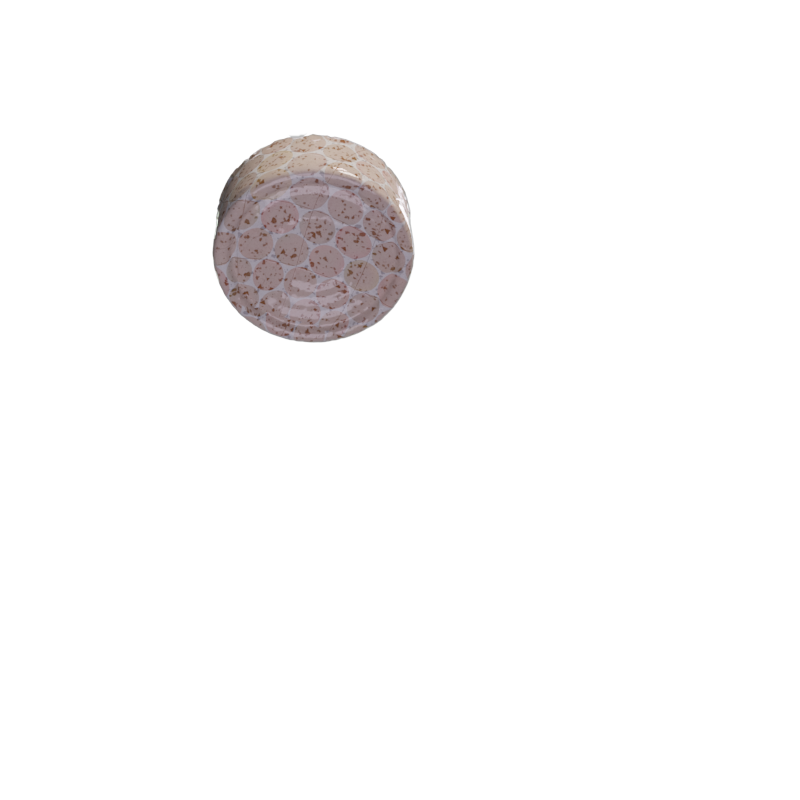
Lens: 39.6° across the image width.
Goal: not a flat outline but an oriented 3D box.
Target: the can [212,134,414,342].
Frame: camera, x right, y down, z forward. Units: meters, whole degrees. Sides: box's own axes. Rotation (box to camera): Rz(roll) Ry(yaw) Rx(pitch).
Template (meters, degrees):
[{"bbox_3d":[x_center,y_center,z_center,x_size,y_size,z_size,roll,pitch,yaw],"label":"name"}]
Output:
[{"bbox_3d":[-0.037,-0.068,0.474,0.086,0.081,0.036,1,31,-1],"label":"can"}]
